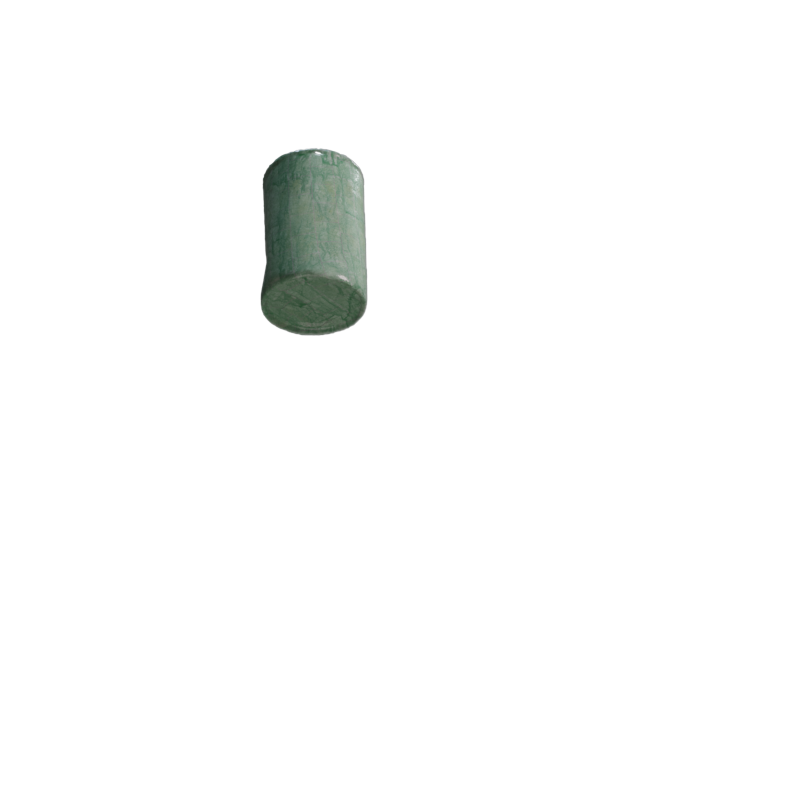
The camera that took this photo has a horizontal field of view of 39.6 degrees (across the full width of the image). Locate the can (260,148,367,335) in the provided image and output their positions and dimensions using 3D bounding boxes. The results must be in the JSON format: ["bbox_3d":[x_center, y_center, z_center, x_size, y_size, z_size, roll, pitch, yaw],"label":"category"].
[{"bbox_3d":[-0.056,-0.101,0.710,0.068,0.109,0.064,-1,-35,-2],"label":"can"}]
